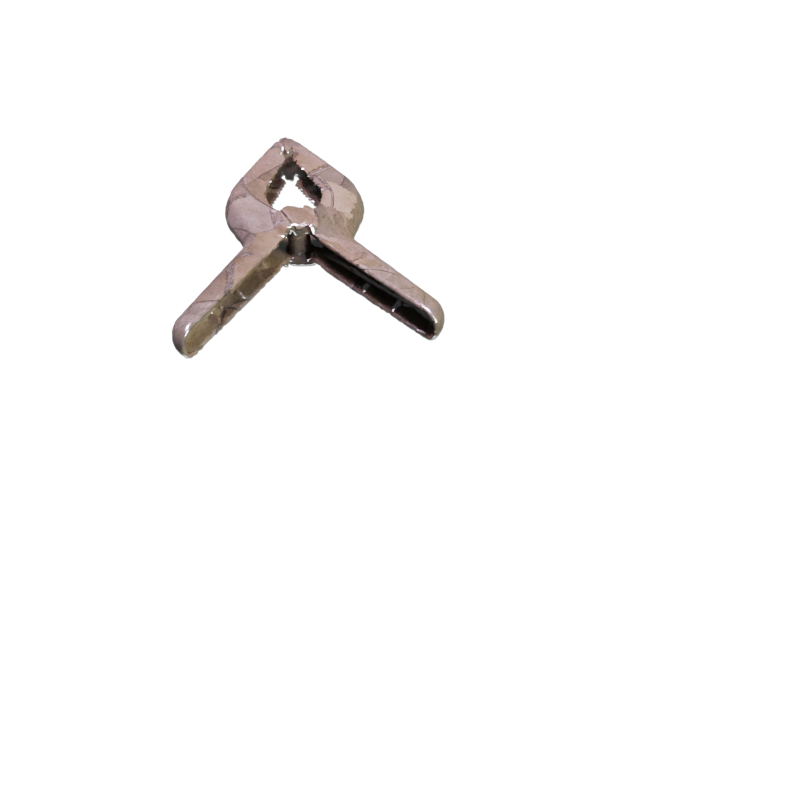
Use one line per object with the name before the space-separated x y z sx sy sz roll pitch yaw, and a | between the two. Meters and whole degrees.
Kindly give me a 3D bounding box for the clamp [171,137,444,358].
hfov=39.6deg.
clamp | -0.058 -0.105 0.737 0.165 0.034 0.225 0 43 0
